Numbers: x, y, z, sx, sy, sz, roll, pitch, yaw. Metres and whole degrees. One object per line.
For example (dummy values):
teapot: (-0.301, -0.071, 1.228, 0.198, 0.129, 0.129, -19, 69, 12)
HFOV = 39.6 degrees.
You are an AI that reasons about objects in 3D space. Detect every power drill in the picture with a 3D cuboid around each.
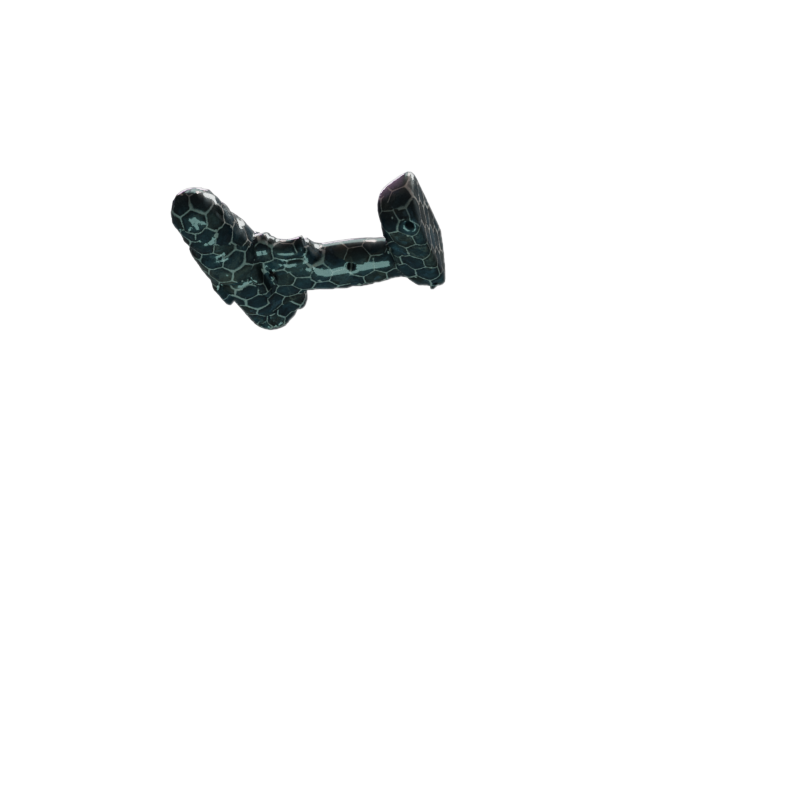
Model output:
power drill: (-0.069, -0.125, 0.878, 0.190, 0.061, 0.171, -8, -27, 17)
